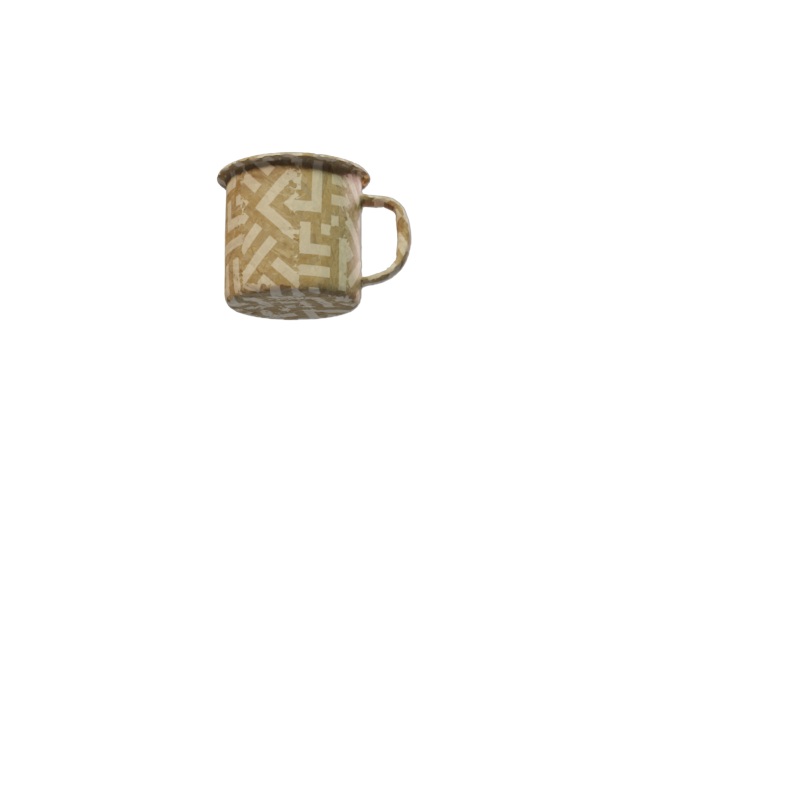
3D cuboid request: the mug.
[{"bbox_3d":[-0.052,-0.095,0.664,0.117,0.084,0.090,0,-11,-1],"label":"mug"}]
